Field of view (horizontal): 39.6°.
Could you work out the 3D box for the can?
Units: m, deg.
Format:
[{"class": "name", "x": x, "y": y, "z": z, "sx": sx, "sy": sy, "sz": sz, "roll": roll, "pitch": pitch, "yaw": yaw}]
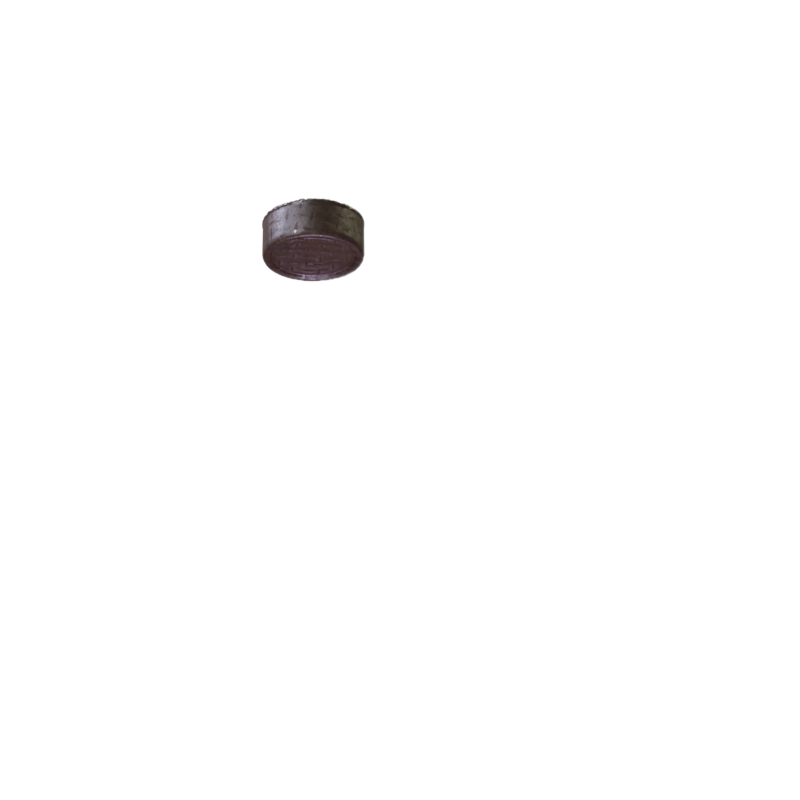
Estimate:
[{"class": "can", "x": -0.072, "y": -0.131, "z": 0.918, "sx": 0.086, "sy": 0.035, "sz": 0.081, "roll": 1, "pitch": -23, "yaw": -2}]
